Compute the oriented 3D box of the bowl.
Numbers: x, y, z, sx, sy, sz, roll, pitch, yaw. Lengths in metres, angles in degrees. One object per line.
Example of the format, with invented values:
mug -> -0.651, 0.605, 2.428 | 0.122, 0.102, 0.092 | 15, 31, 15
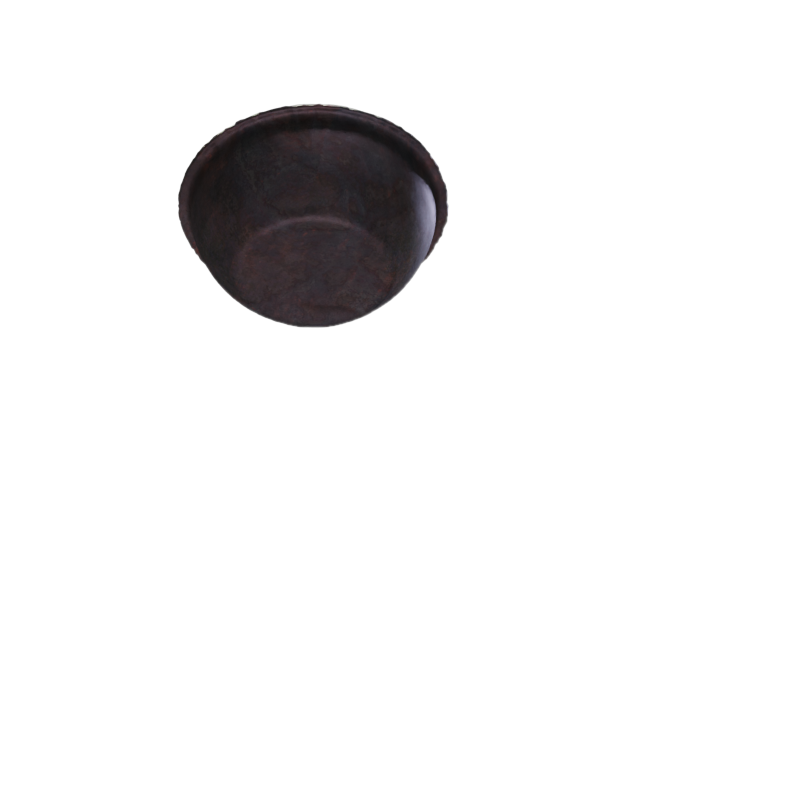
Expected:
bowl -> -0.051, -0.092, 0.645 | 0.162, 0.059, 0.151 | 1, -41, -1
